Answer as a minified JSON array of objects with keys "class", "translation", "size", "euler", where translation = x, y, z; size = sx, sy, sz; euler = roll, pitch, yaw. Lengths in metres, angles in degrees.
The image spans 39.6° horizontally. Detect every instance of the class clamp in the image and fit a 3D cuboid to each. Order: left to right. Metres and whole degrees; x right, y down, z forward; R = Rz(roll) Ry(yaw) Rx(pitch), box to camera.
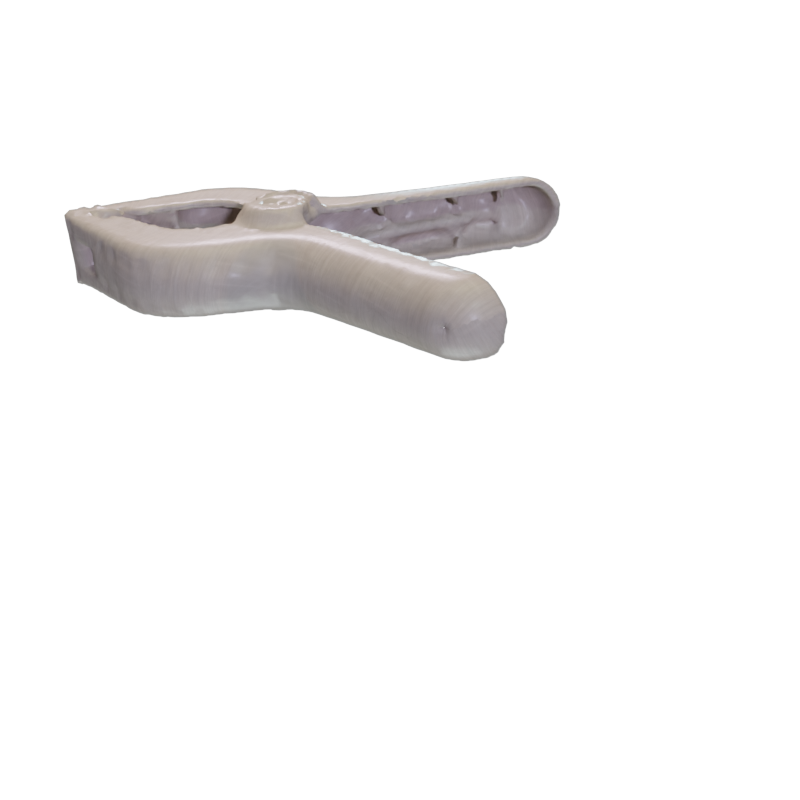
[{"class":"clamp","translation":[-0.030,-0.054,0.379],"size":[0.178,0.038,0.120],"euler":[10,23,25]}]
